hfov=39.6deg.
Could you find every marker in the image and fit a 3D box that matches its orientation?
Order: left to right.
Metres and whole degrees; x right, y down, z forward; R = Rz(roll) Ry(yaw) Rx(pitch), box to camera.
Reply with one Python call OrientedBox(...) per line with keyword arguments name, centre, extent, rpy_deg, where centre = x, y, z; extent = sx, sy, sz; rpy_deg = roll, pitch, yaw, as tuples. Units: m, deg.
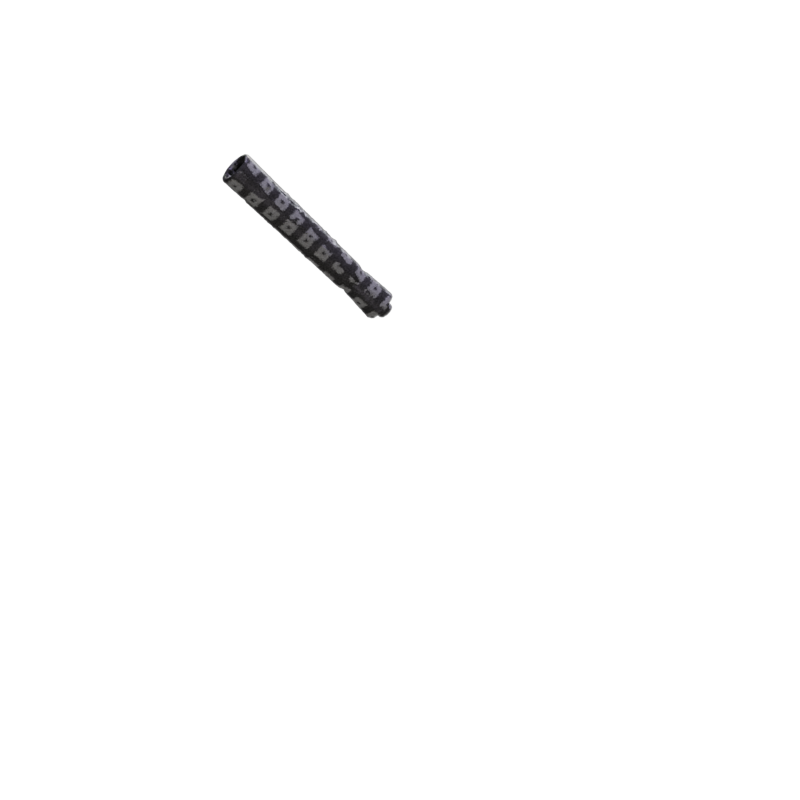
OrientedBox(name="marker", centre=(-0.046, -0.085, 0.593), extent=(0.114, 0.020, 0.020), rpy_deg=(42, -18, -24))
